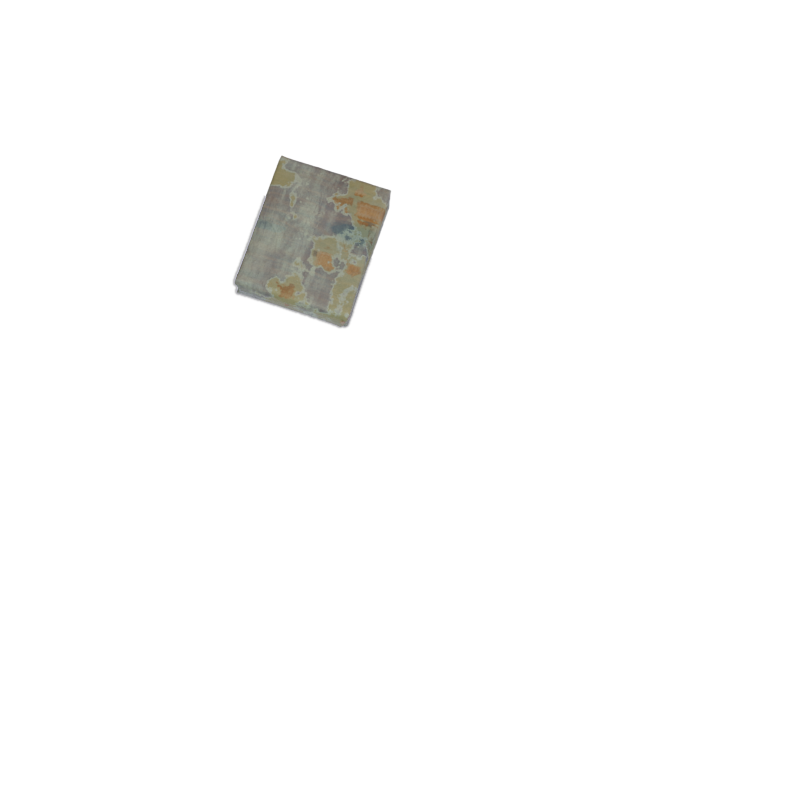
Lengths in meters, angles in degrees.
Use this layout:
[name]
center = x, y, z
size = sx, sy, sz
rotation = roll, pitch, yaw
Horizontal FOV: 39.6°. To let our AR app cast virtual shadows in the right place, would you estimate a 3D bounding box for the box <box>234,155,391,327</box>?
[box]
center = -0.053, -0.097, 0.681
size = 0.074, 0.092, 0.029
rotation = 17, -18, 5
